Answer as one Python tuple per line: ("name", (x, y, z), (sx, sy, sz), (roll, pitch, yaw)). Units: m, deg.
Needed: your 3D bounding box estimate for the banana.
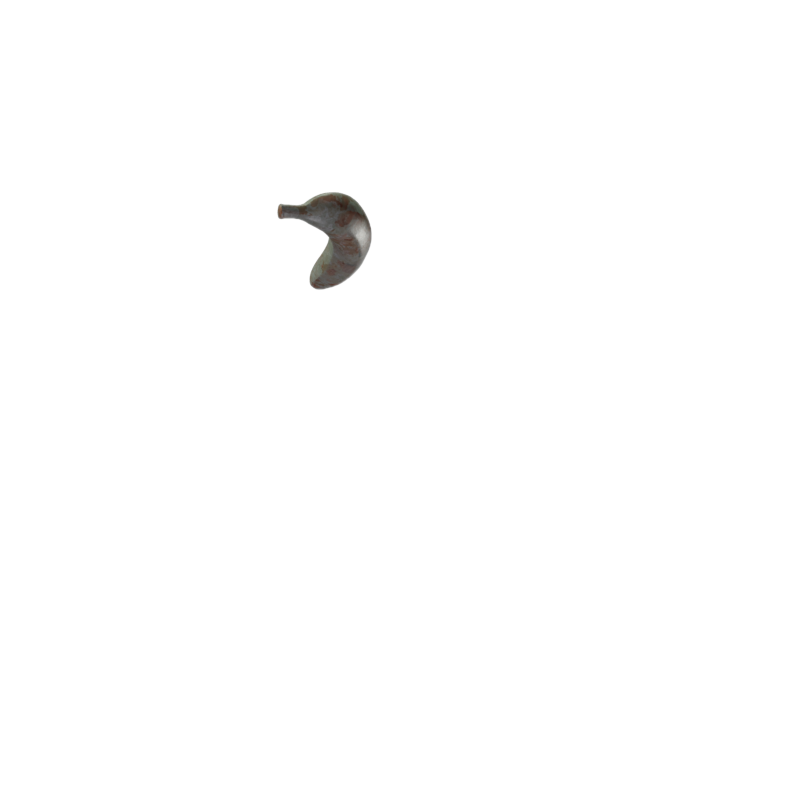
("banana", (-0.059, -0.142, 0.976), (0.070, 0.038, 0.188), (-2, -15, 5))
